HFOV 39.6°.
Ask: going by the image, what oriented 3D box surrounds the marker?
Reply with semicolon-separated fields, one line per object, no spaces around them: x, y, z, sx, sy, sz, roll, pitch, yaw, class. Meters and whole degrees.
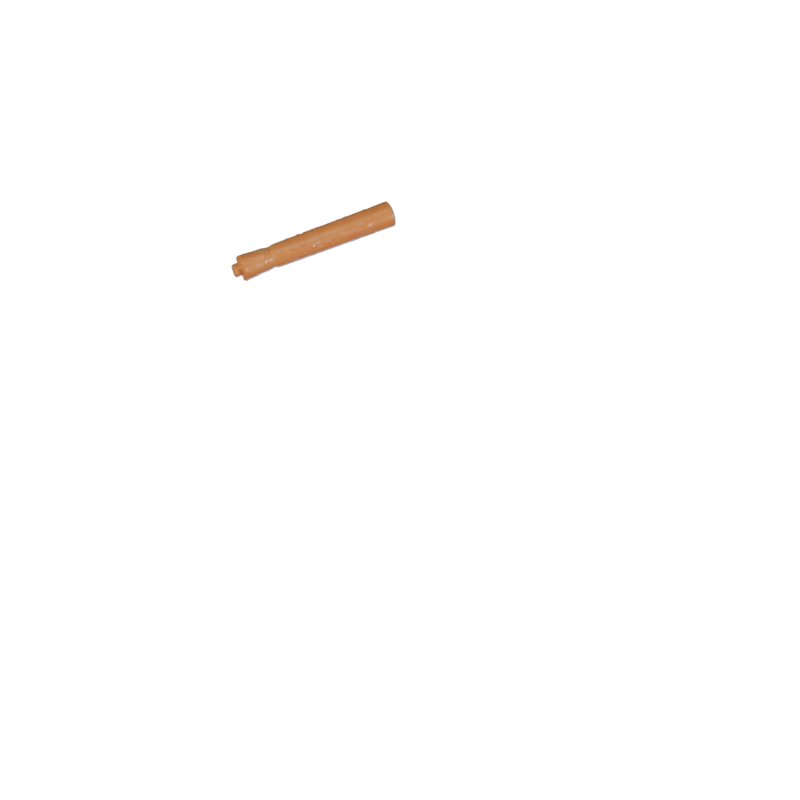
-0.061;-0.111;0.779;0.120;0.019;0.020;-22;10;-13;marker
